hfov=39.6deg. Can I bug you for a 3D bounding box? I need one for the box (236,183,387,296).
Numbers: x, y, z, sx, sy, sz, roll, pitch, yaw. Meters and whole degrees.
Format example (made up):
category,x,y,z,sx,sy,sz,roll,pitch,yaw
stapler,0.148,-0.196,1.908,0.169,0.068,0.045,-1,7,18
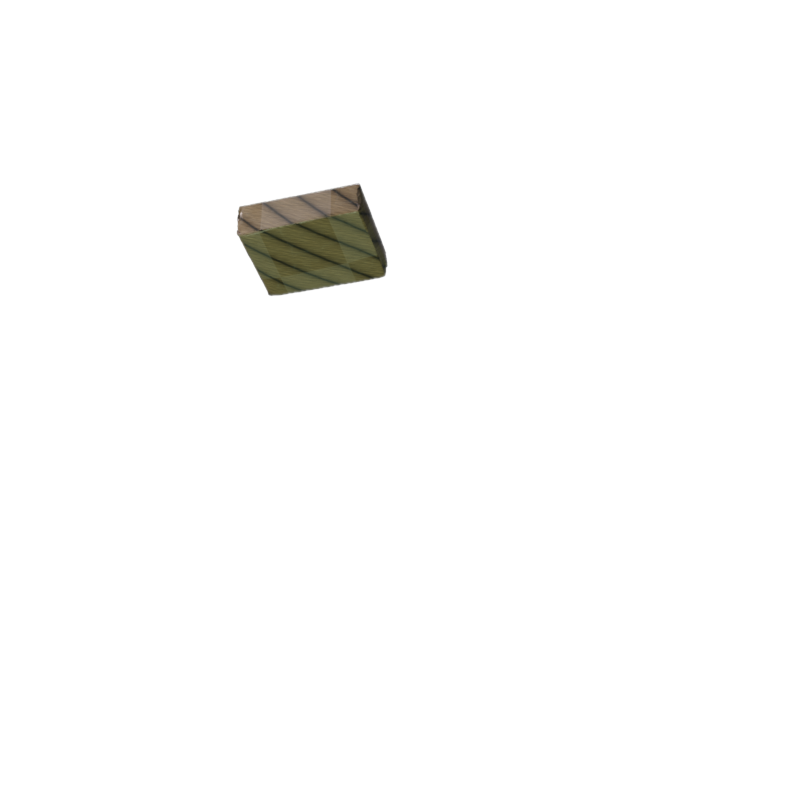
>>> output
category,x,y,z,sx,sy,sz,roll,pitch,yaw
box,-0.076,-0.139,0.974,0.114,0.042,0.083,-10,-40,11
